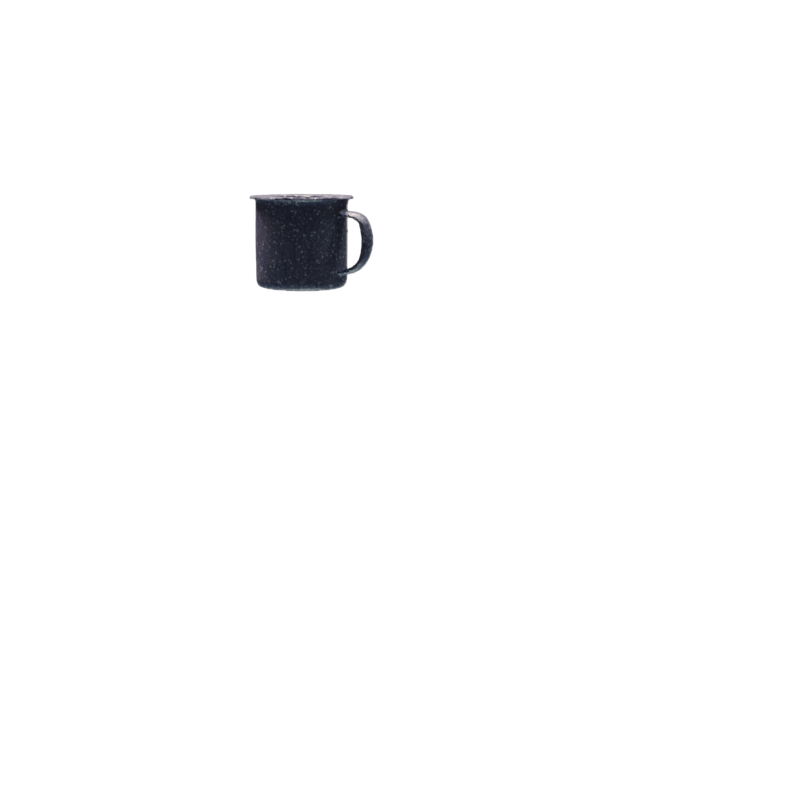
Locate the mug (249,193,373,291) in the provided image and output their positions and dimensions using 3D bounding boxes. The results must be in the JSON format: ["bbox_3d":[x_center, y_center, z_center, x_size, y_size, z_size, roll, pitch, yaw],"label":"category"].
[{"bbox_3d":[-0.077,-0.140,0.980,0.121,0.080,0.091,5,10,27],"label":"mug"}]
